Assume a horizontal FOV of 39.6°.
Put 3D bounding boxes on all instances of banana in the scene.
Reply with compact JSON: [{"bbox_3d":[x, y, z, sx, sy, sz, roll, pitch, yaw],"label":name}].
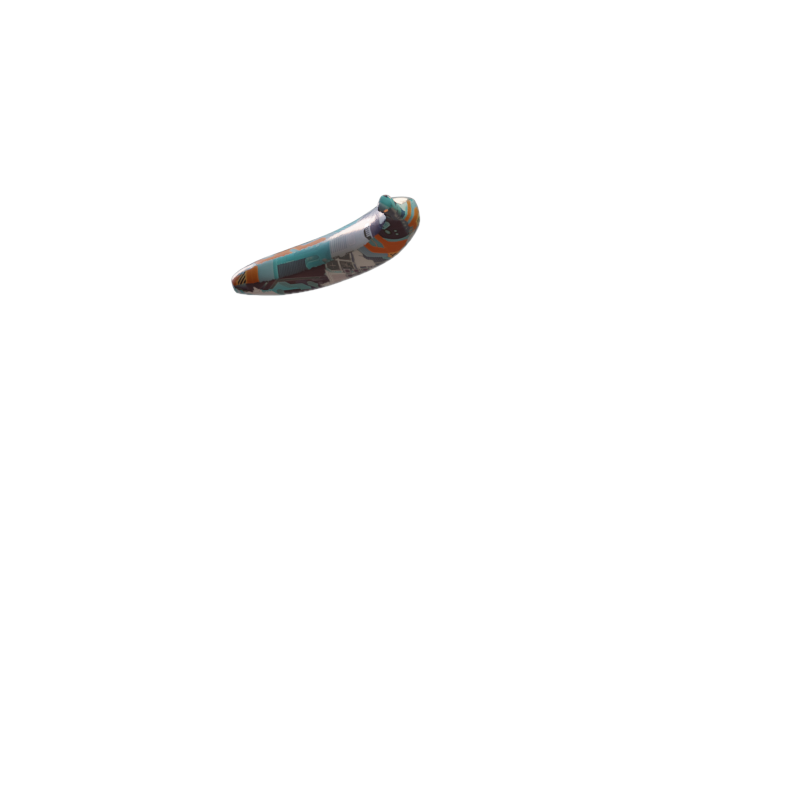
[{"bbox_3d":[-0.047,-0.113,0.815,0.066,0.038,0.199,14,-23,-37],"label":"banana"}]
